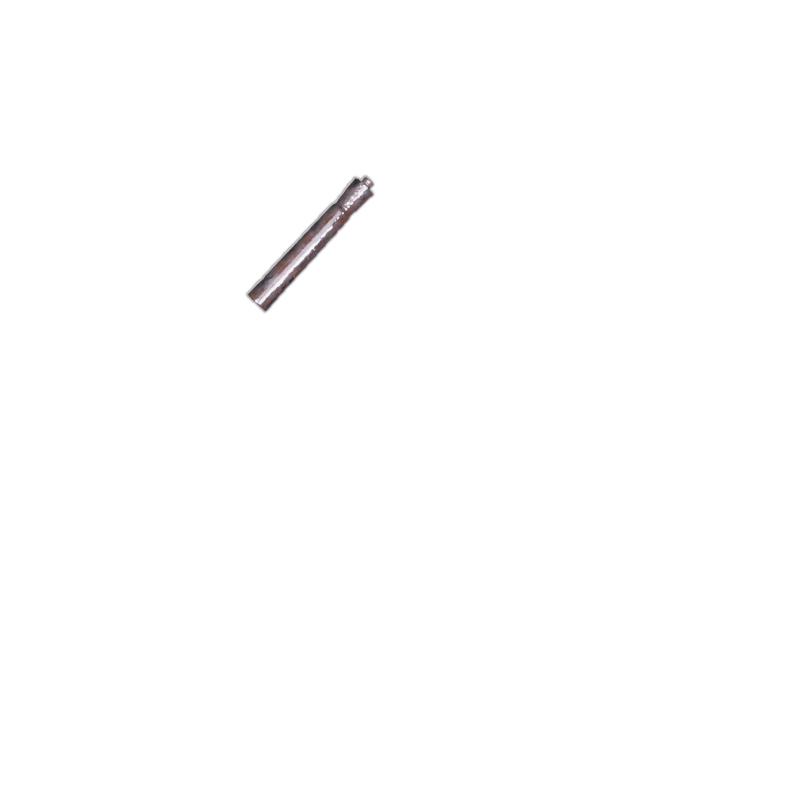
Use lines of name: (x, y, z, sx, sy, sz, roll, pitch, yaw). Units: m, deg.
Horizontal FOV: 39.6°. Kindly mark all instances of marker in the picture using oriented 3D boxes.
marker: (-0.062, -0.113, 0.794, 0.020, 0.121, 0.020, 42, -4, -1)
